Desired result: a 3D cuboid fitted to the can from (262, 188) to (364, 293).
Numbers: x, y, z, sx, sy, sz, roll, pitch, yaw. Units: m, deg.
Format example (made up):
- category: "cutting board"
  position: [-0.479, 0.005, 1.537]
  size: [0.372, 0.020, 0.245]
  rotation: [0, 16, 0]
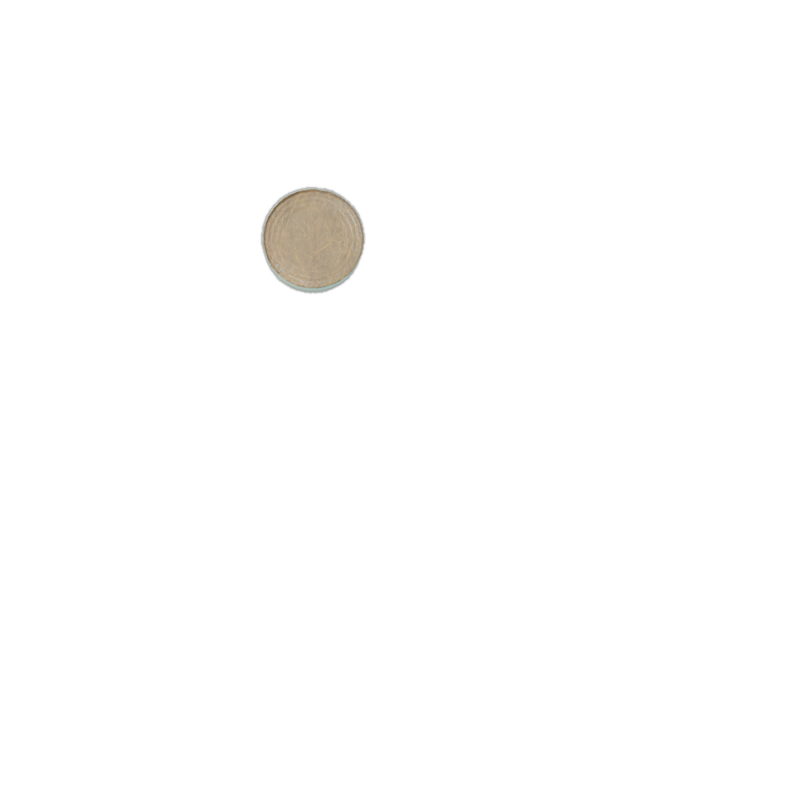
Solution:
- category: "can"
  position: [-0.074, -0.135, 0.946]
  size: [0.086, 0.088, 0.033]
  rotation: [0, -11, -1]
